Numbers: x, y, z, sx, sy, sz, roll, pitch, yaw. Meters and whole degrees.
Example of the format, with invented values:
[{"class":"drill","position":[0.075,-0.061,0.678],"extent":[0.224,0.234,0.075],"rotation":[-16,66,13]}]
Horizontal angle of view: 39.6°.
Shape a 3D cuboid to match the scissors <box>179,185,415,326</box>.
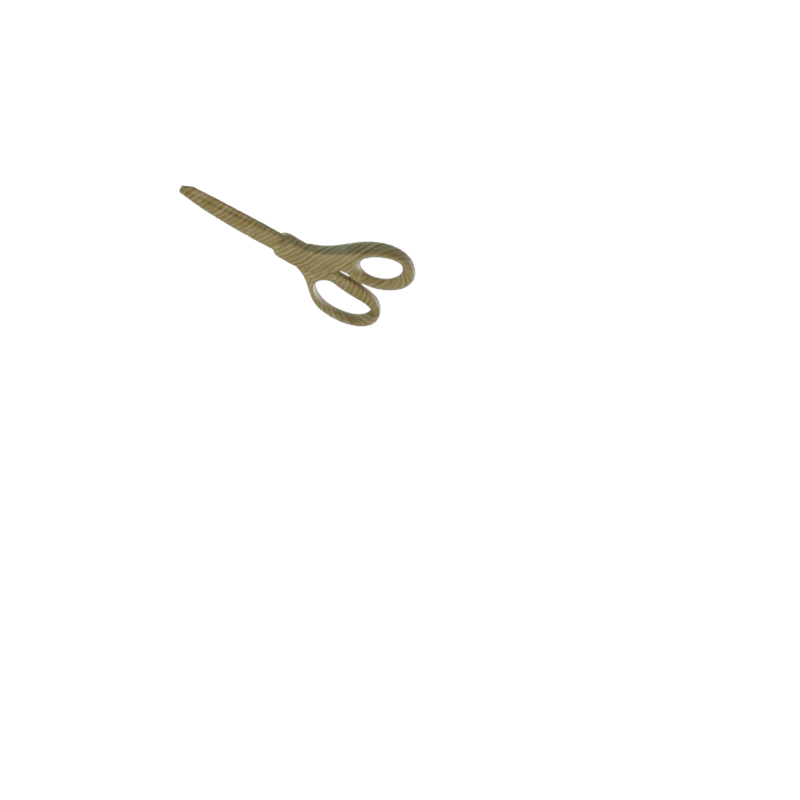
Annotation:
[{"class":"scissors","position":[-0.066,-0.120,0.838],"extent":[0.096,0.017,0.187],"rotation":[-24,-46,26]}]
